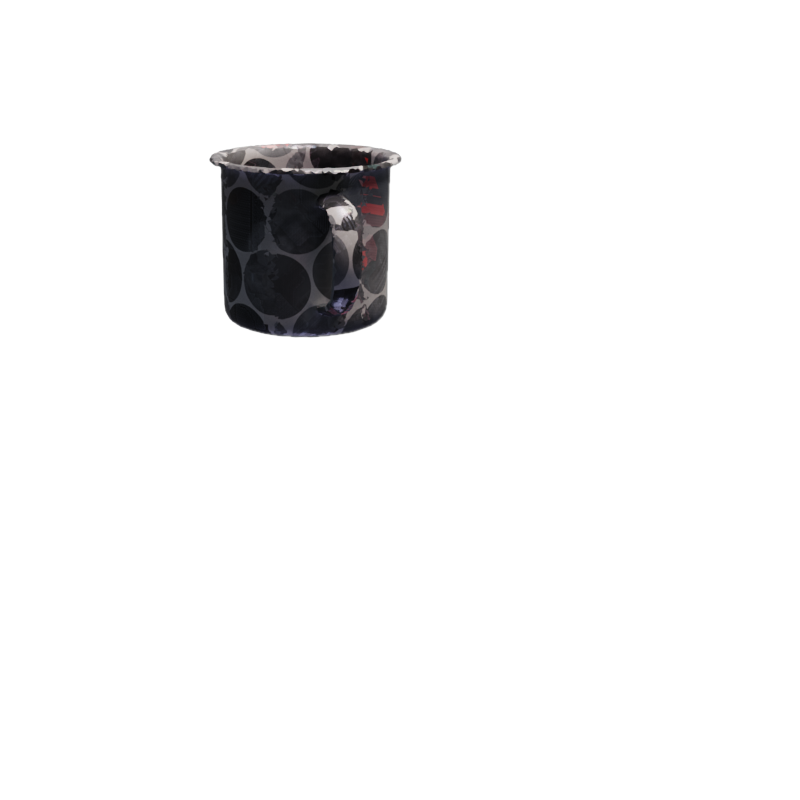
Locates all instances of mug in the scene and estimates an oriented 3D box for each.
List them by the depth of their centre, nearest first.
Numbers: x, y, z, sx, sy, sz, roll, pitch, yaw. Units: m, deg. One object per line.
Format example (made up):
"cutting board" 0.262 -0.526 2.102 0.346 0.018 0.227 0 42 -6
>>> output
"mug" -0.042 -0.076 0.535 0.091 0.079 0.124 -6 19 -21
